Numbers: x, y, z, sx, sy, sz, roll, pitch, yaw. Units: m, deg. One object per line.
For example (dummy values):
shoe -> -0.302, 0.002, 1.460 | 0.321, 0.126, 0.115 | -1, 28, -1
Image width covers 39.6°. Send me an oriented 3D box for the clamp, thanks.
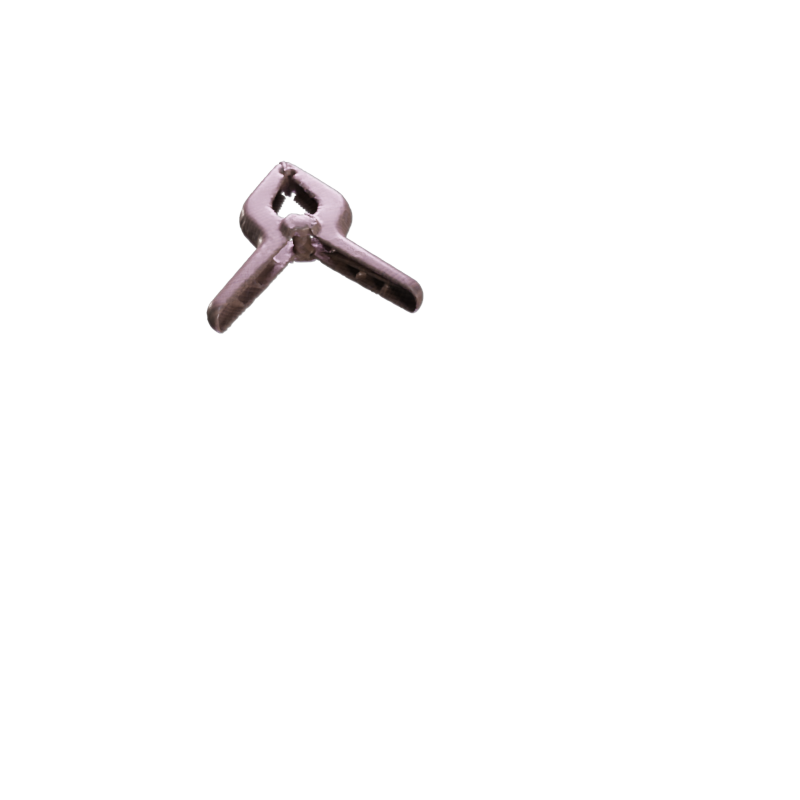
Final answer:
clamp -> -0.071, -0.130, 0.908 | 0.164, 0.034, 0.225 | -2, 41, -3
